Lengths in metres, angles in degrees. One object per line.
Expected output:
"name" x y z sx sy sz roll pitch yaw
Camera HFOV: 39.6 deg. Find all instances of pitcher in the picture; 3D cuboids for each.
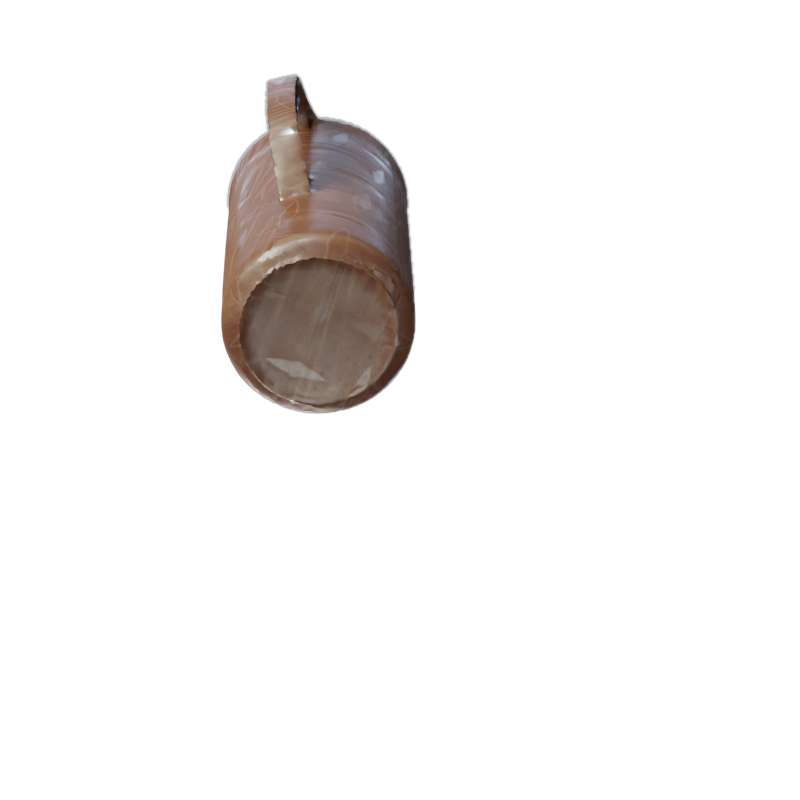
"pitcher" -0.056 -0.102 0.713 0.145 0.142 0.256 30 19 -16
